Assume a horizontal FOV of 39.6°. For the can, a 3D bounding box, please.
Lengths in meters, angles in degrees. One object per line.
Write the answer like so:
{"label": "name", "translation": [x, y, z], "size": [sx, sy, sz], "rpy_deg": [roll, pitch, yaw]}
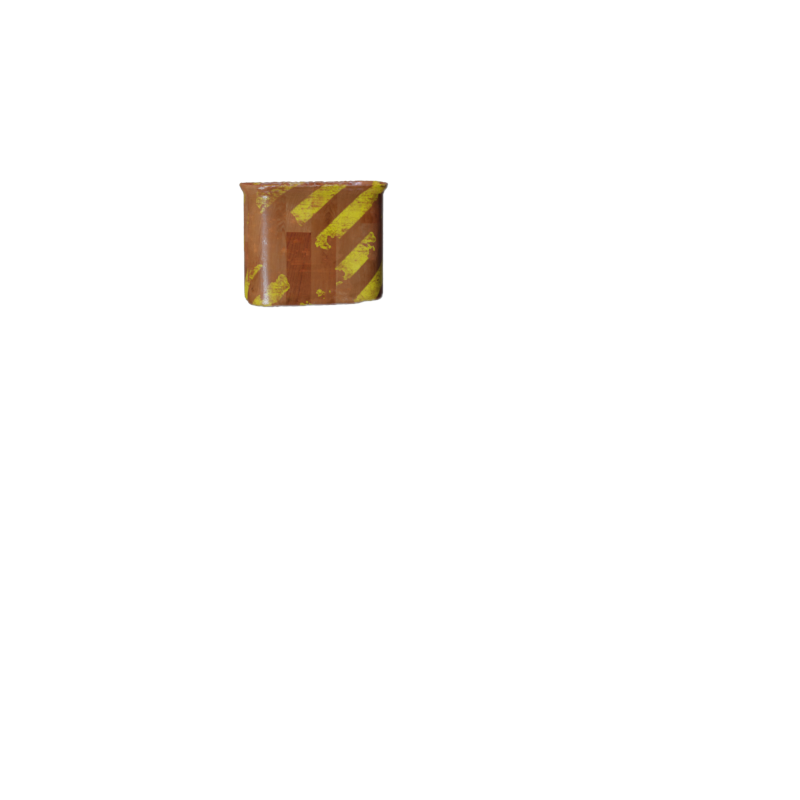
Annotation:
{"label": "can", "translation": [-0.061, -0.111, 0.781], "size": [0.100, 0.082, 0.059], "rpy_deg": [-2, 9, -13]}
